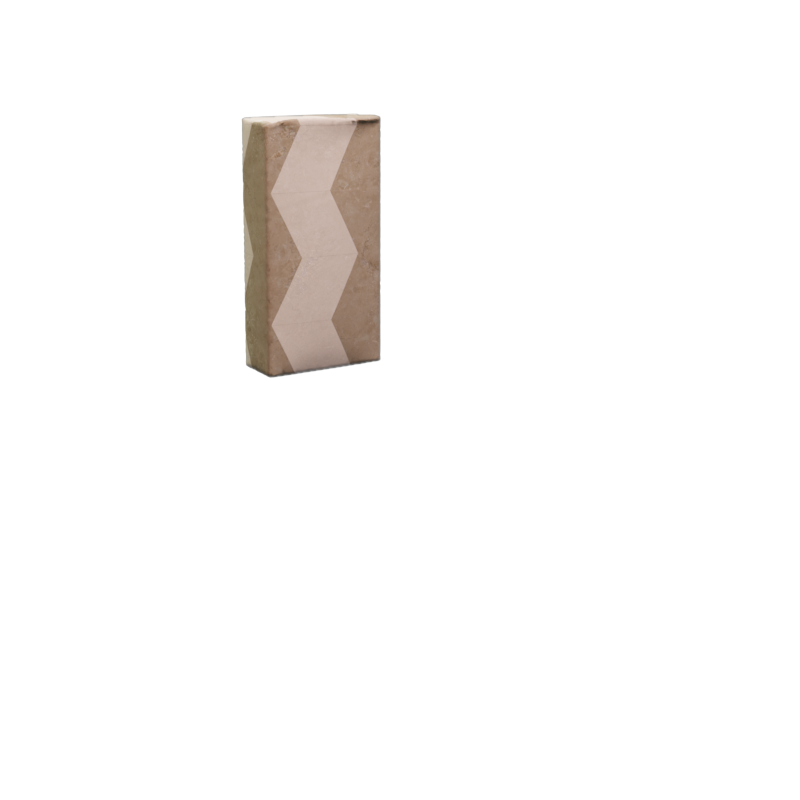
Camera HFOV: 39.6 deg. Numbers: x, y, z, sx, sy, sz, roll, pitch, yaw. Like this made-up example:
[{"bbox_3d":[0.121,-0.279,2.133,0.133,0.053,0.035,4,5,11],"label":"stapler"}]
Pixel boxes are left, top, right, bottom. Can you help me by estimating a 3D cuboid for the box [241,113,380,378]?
[{"bbox_3d":[-0.061,-0.111,0.776,0.091,0.171,0.051,-7,14,-31],"label":"box"}]
